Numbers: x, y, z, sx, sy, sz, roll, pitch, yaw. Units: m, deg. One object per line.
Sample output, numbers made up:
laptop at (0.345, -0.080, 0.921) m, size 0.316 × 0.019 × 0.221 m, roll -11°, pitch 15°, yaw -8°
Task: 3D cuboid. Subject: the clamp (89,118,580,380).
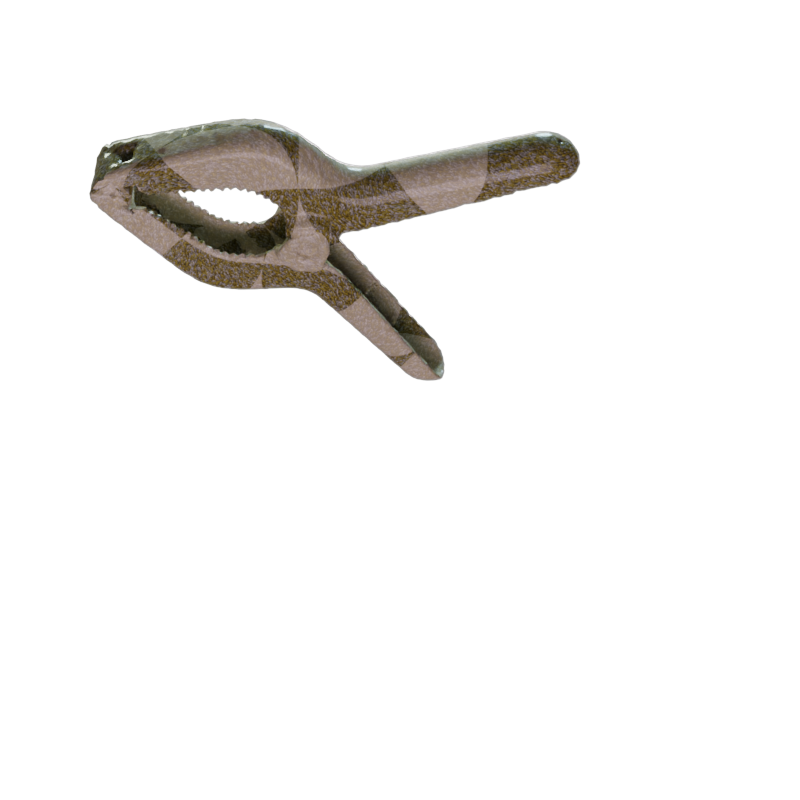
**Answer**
clamp at (-0.041, -0.075, 0.526) m, size 0.207 × 0.039 × 0.155 m, roll 9°, pitch -44°, yaw -9°
